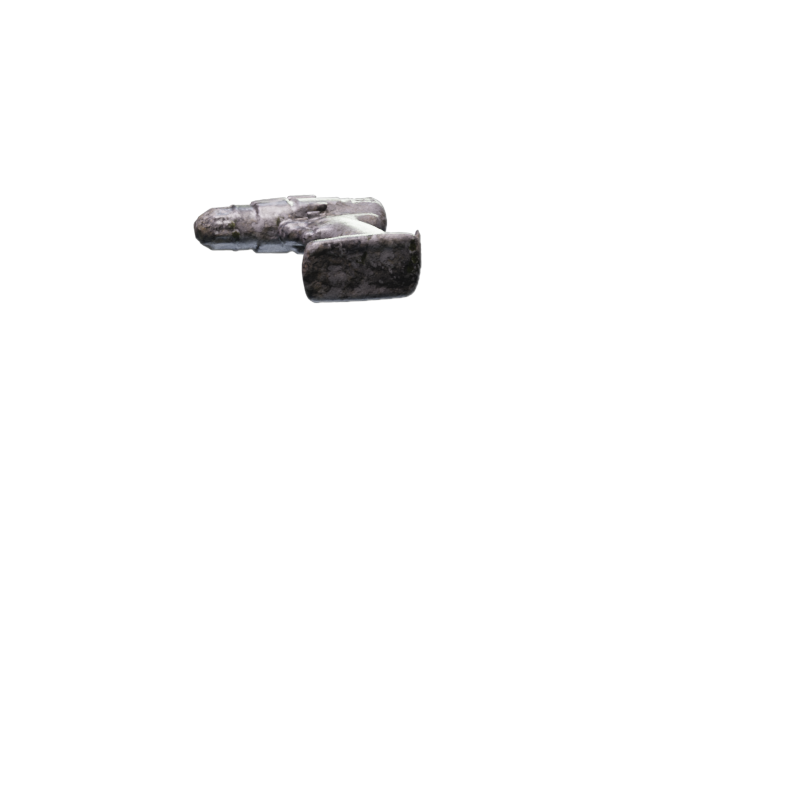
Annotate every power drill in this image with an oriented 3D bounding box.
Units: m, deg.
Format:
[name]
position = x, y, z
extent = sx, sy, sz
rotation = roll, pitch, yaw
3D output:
[power drill]
position = -0.077, -0.140, 0.978
extent = 0.181, 0.055, 0.200
rotation = -8, 24, -18
